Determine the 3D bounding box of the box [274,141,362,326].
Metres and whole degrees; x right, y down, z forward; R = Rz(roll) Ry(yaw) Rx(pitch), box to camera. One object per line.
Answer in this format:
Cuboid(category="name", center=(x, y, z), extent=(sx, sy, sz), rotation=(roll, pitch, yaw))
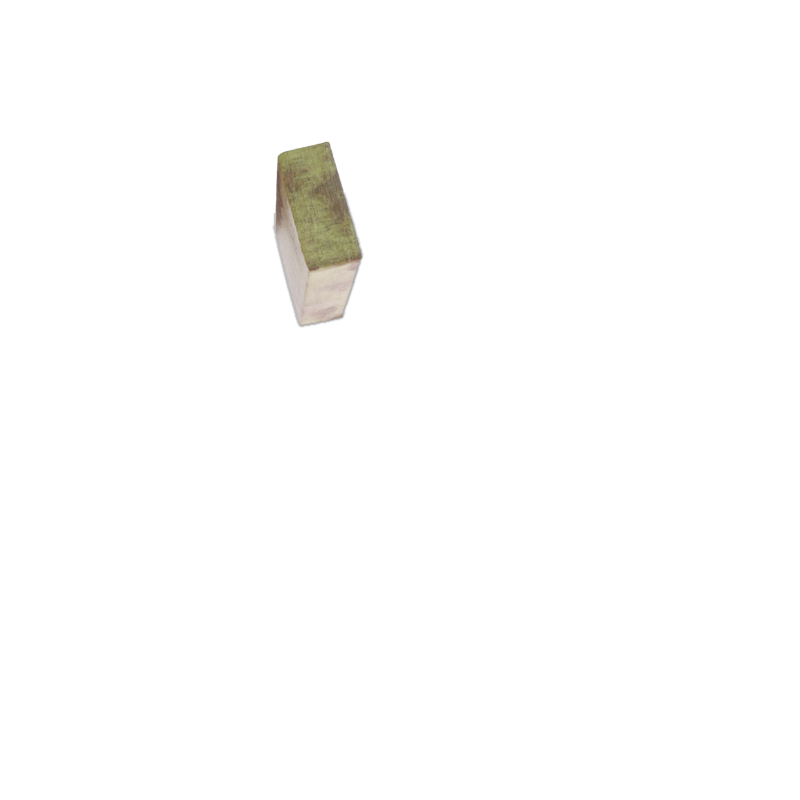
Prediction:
Cuboid(category="box", center=(-0.067, -0.122, 0.853), extent=(0.048, 0.097, 0.171), rotation=(-14, -10, -6))
